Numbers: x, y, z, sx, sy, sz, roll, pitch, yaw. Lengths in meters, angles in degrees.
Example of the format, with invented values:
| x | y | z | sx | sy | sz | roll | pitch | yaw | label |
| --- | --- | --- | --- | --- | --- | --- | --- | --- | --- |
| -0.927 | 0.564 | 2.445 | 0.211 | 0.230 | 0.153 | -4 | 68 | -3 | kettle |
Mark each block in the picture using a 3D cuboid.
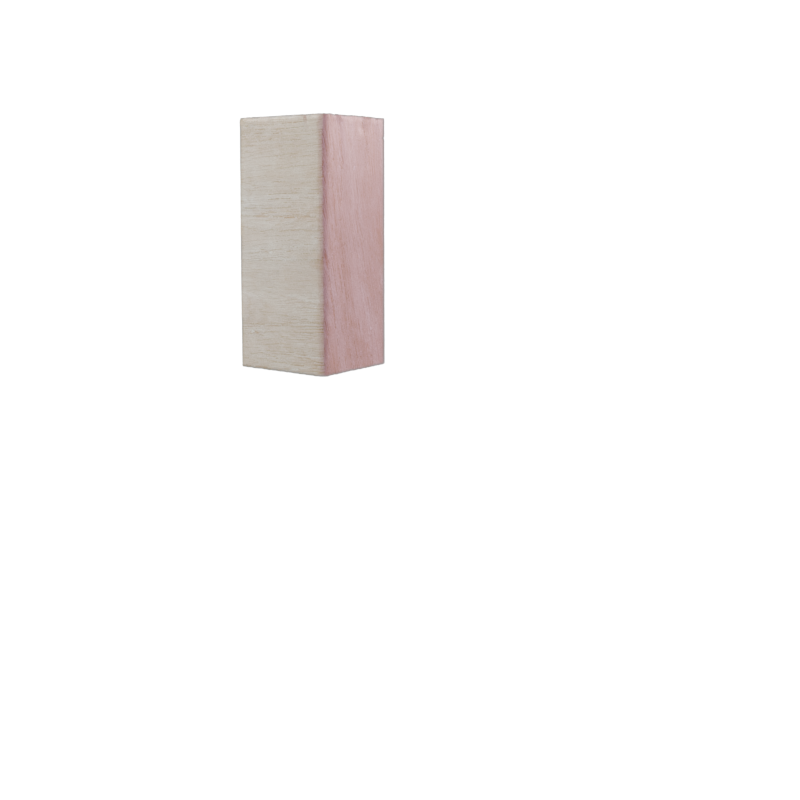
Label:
| x | y | z | sx | sy | sz | roll | pitch | yaw | label |
| --- | --- | --- | --- | --- | --- | --- | --- | --- | --- |
| -0.073 | -0.132 | 0.923 | 0.094 | 0.204 | 0.087 | 3 | 5 | 36 | block |
